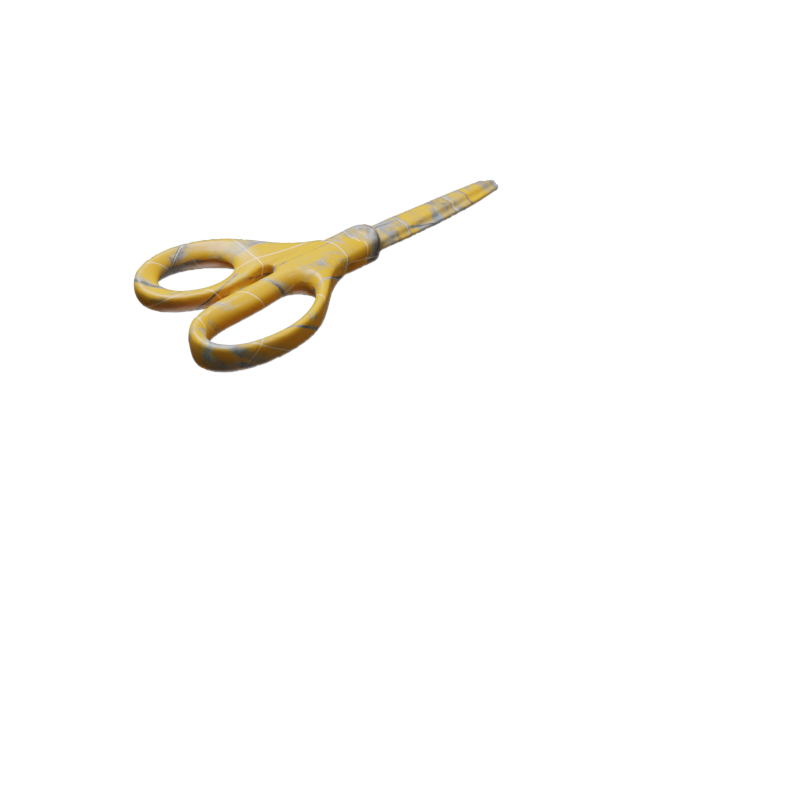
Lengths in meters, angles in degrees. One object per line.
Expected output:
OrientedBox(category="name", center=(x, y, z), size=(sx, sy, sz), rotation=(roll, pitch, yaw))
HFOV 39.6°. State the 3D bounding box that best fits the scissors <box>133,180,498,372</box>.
OrientedBox(category="scissors", center=(-0.040, -0.073, 0.512), size=(0.101, 0.015, 0.205), rotation=(18, 39, 24))
